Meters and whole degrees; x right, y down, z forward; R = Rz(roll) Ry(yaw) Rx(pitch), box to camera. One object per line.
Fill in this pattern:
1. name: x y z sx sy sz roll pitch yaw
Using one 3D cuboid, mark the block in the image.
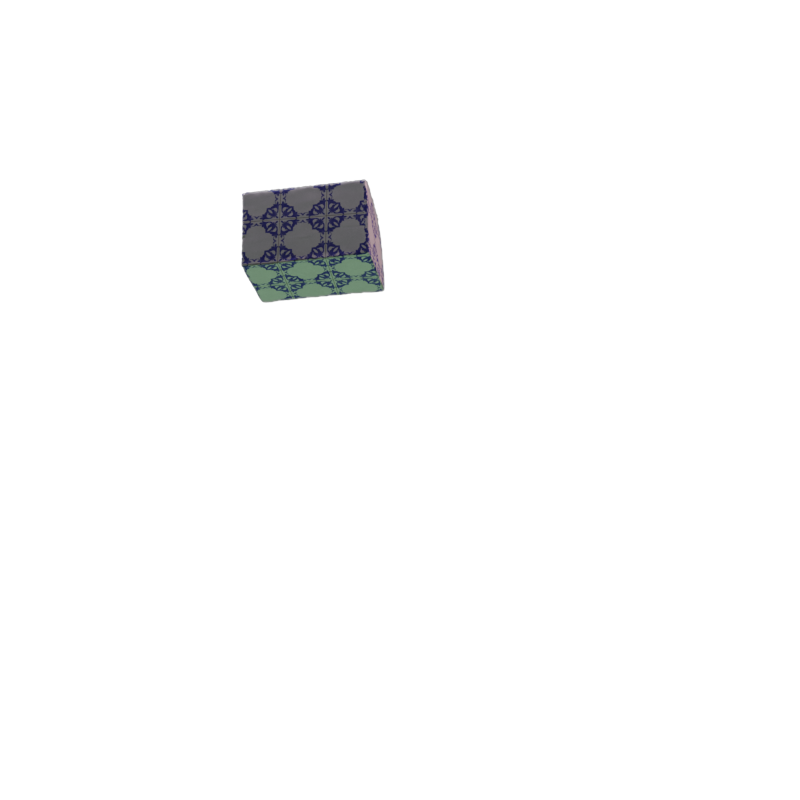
1. block: -0.052 -0.095 0.665 0.079 0.054 0.049 -4 -24 9
